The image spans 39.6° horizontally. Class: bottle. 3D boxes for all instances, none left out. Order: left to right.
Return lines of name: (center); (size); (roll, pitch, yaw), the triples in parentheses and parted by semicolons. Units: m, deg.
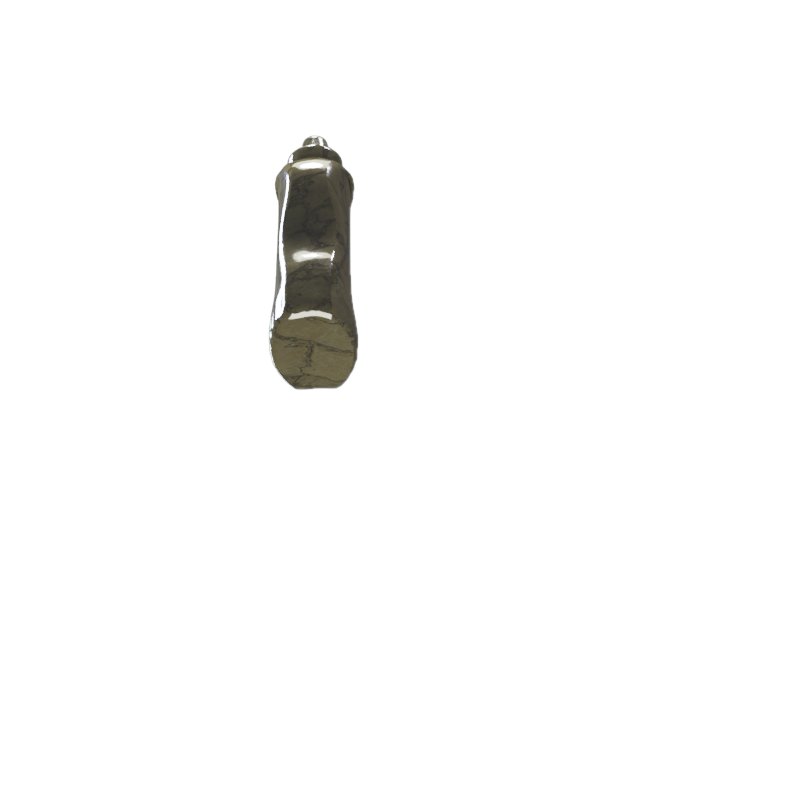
bottle: (-0.060, -0.110, 0.773); (0.058, 0.205, 0.089); (-4, -36, 1)
